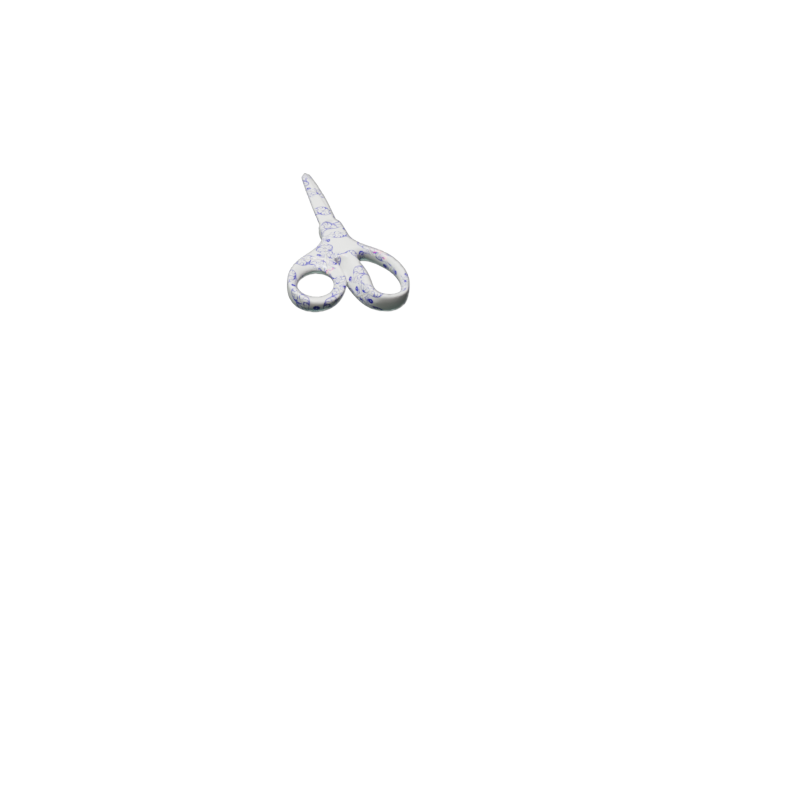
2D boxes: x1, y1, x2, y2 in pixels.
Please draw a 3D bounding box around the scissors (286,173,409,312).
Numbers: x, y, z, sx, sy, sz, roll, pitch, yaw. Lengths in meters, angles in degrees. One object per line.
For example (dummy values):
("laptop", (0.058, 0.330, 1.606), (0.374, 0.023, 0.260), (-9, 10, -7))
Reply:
("scissors", (-0.066, -0.121, 0.849), (0.095, 0.015, 0.218), (-18, 40, -23))
